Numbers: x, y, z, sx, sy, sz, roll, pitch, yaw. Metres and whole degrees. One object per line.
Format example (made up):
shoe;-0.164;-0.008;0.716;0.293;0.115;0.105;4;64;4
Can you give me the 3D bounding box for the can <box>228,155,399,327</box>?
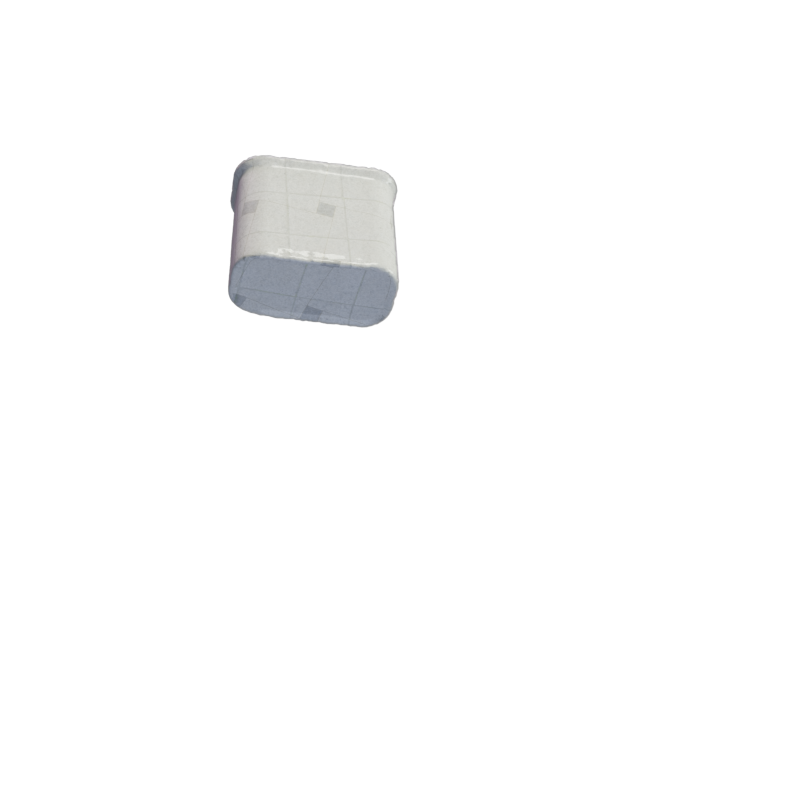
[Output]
can;-0.052;-0.094;0.661;0.101;0.090;0.054;5;-43;-8
